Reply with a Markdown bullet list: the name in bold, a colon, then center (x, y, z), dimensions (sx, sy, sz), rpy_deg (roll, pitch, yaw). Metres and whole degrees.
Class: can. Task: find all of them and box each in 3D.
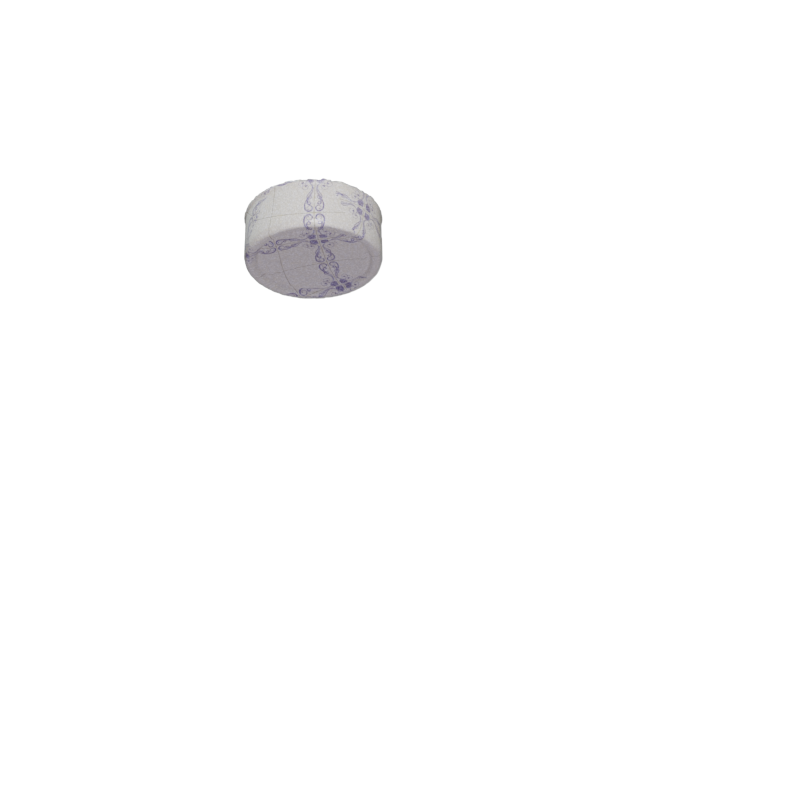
- **can**: center (-0.053, -0.097, 0.681), dimensions (0.086, 0.036, 0.081), rpy_deg (1, -29, -2)
